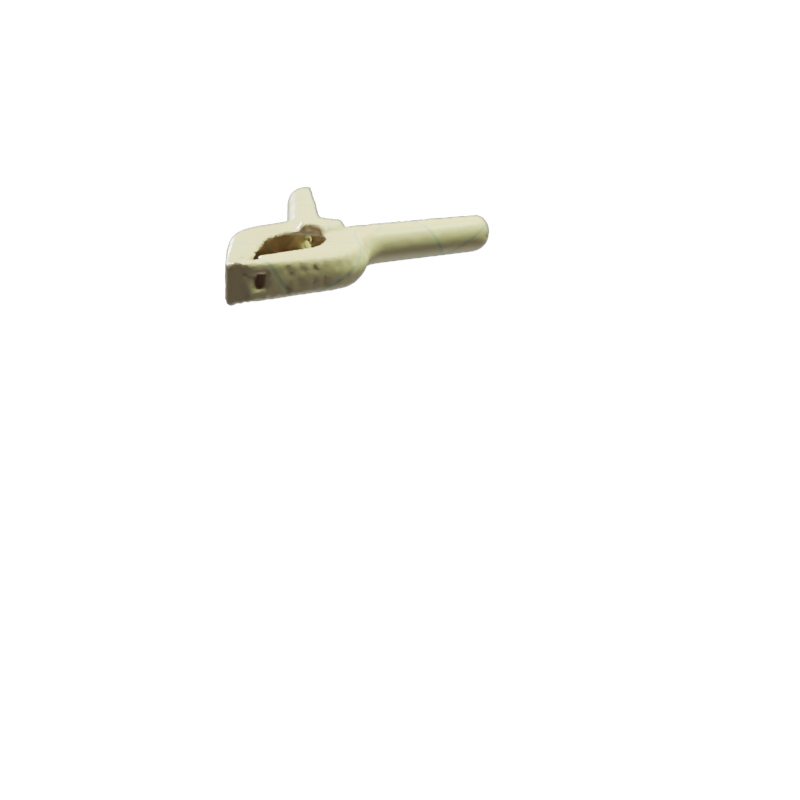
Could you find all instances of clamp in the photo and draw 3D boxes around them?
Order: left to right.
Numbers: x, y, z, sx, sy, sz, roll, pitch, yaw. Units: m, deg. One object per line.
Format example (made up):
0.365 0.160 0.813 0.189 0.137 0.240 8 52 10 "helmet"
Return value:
-0.060 -0.109 0.764 0.173 0.035 0.208 17 28 34 "clamp"
